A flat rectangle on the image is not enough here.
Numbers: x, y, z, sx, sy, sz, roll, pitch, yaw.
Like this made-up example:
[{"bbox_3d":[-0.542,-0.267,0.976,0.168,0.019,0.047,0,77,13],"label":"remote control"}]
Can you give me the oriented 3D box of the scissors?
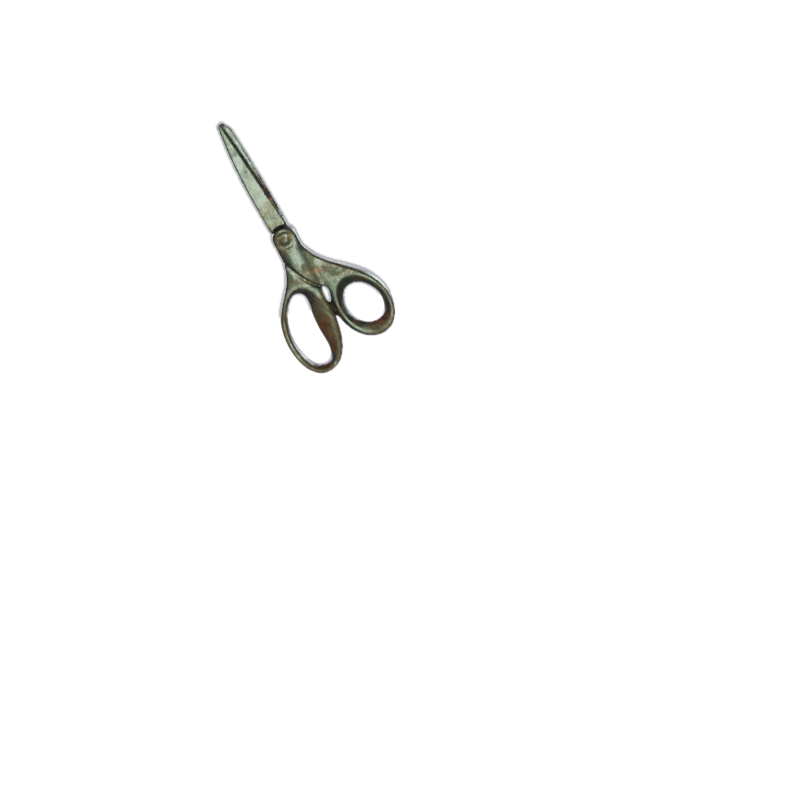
[{"bbox_3d":[-0.064,-0.117,0.821,0.096,0.195,0.016,-12,14,3],"label":"scissors"}]
